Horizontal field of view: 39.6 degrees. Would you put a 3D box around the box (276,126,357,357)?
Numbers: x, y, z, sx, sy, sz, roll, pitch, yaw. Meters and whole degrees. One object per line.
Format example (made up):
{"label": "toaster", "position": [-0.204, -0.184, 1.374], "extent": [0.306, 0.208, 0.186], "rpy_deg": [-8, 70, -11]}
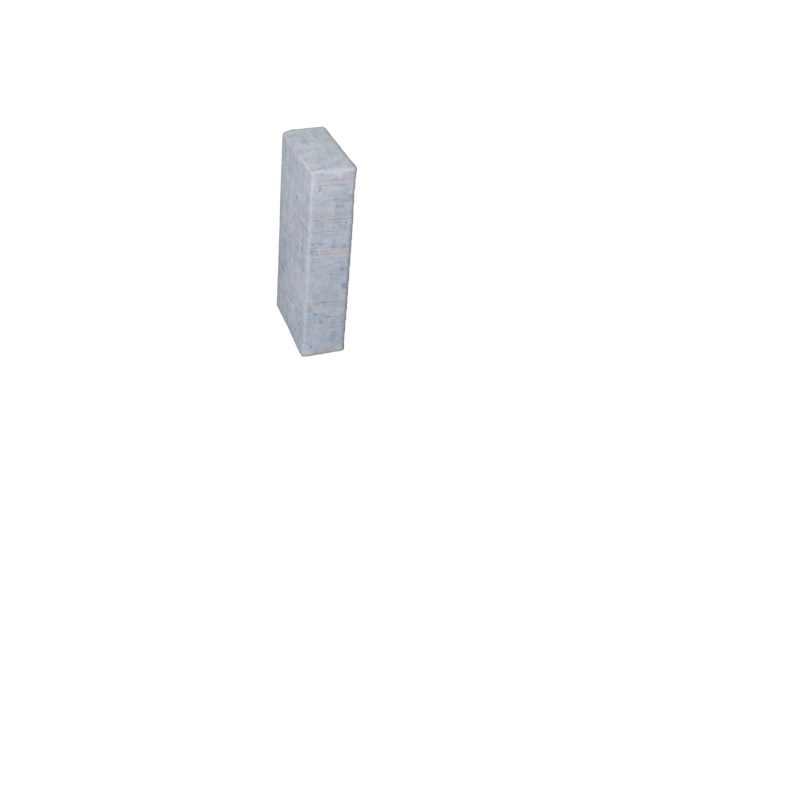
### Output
{"label": "box", "position": [-0.075, -0.136, 0.951], "extent": [0.047, 0.166, 0.101], "rpy_deg": [-8, 32, -17]}
